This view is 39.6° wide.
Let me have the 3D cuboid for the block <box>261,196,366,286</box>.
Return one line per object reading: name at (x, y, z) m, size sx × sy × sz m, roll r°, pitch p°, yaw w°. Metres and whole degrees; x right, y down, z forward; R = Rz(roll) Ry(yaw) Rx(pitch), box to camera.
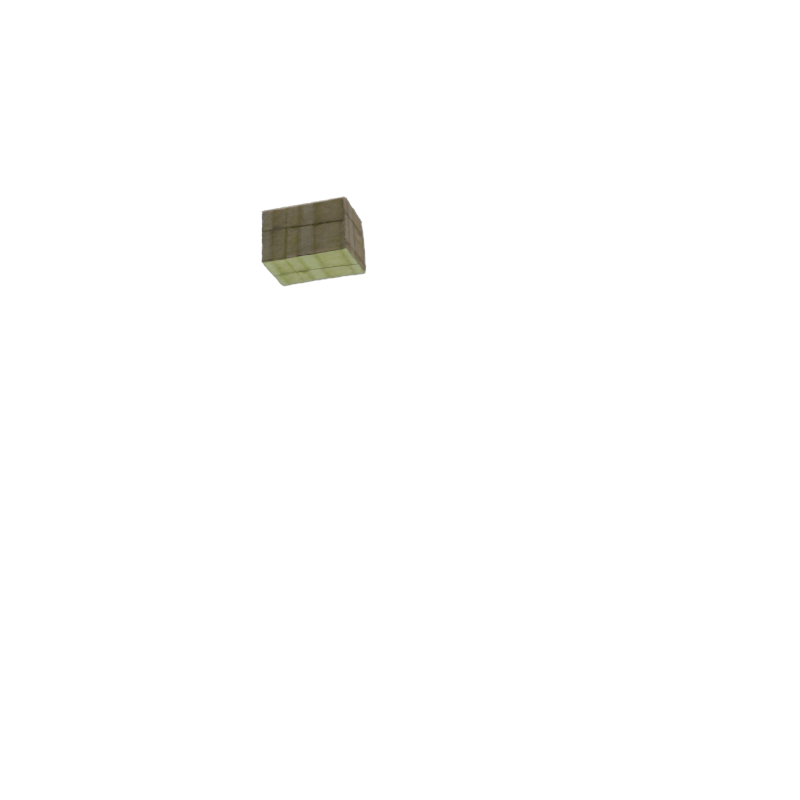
block at (-0.074, -0.135, 0.945) m, size 0.079 × 0.054 × 0.049 m, roll -7°, pitch -24°, yaw 16°
